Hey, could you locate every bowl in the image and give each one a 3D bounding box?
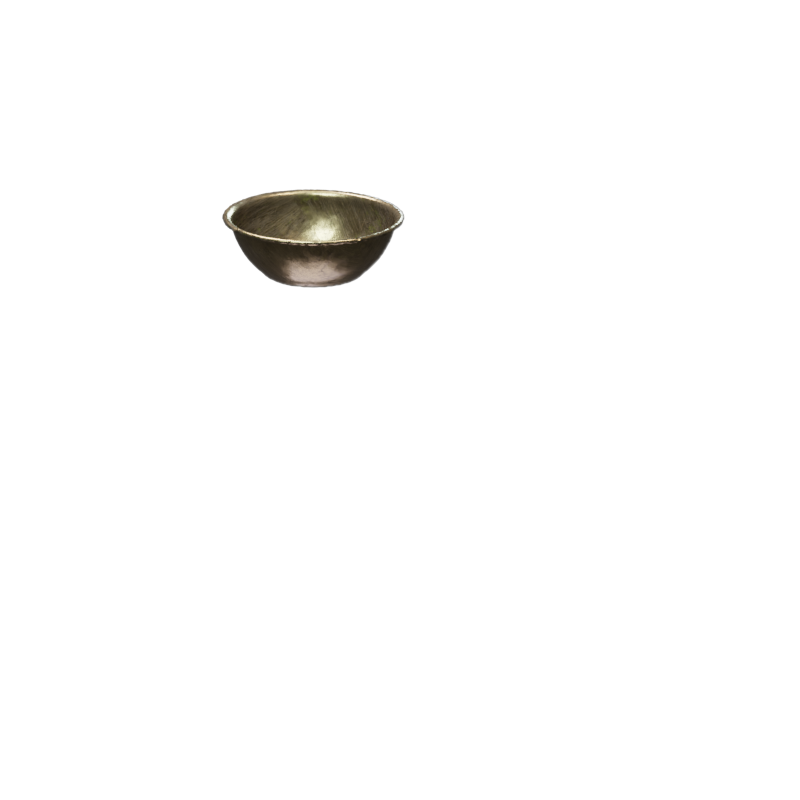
[{"bbox_3d":[-0.078,-0.142,0.994,0.162,0.052,0.171,-1,25,-2],"label":"bowl"}]
